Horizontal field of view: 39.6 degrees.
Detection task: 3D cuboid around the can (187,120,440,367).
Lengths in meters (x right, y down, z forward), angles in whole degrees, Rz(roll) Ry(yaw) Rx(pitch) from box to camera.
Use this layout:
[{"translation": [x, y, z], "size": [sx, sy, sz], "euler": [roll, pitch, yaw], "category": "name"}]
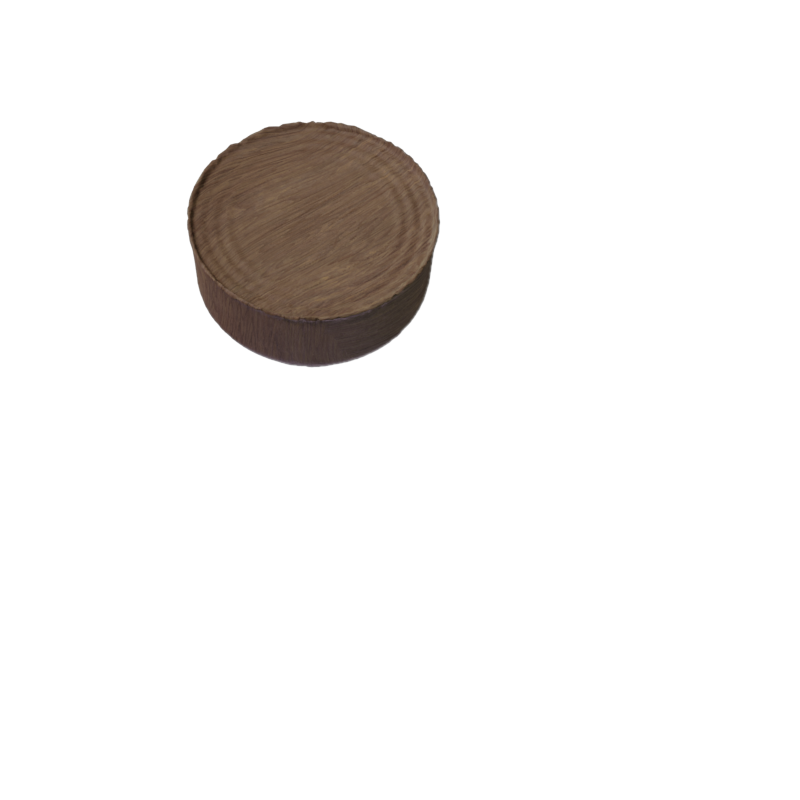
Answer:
[{"translation": [-0.030, -0.055, 0.389], "size": [0.086, 0.092, 0.031], "euler": [-1, -34, -1], "category": "can"}]
